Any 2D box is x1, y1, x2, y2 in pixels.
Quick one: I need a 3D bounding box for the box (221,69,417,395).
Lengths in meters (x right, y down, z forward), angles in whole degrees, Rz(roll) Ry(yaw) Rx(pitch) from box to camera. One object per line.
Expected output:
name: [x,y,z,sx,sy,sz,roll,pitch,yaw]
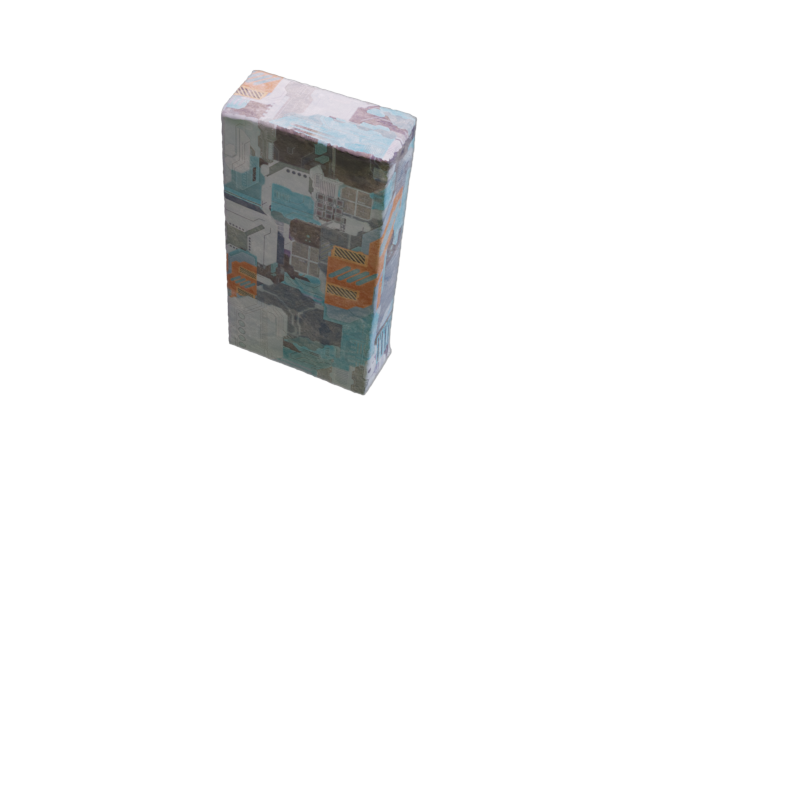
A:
box: [-0.047,-0.086,0.600,0.096,0.050,0.164,21,-38,14]
